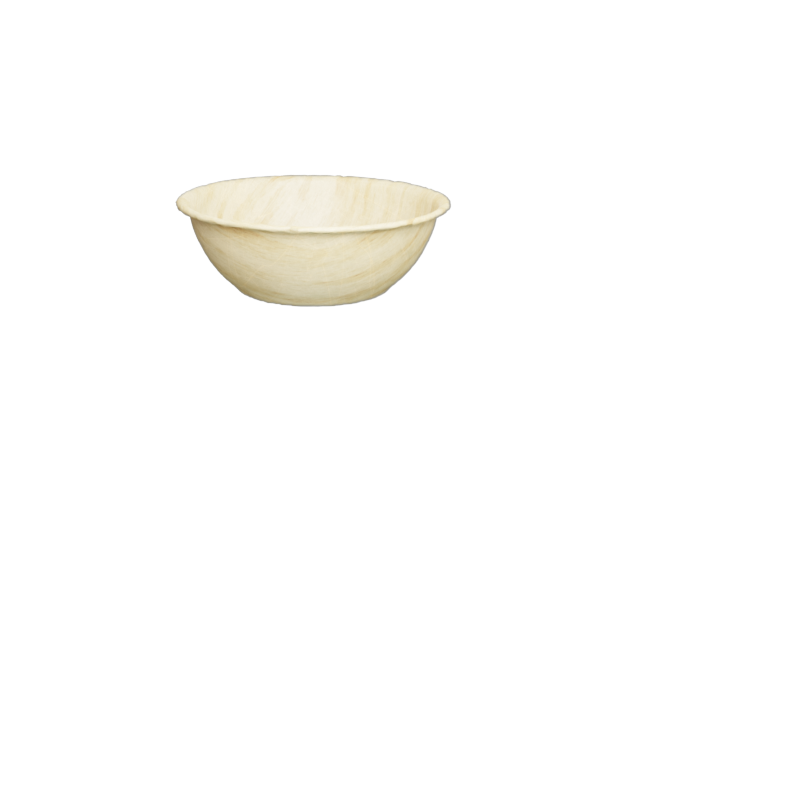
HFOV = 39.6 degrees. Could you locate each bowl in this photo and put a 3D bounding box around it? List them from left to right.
[{"bbox_3d":[-0.052,-0.094,0.659,0.162,0.053,0.169,-1,20,-2],"label":"bowl"}]
